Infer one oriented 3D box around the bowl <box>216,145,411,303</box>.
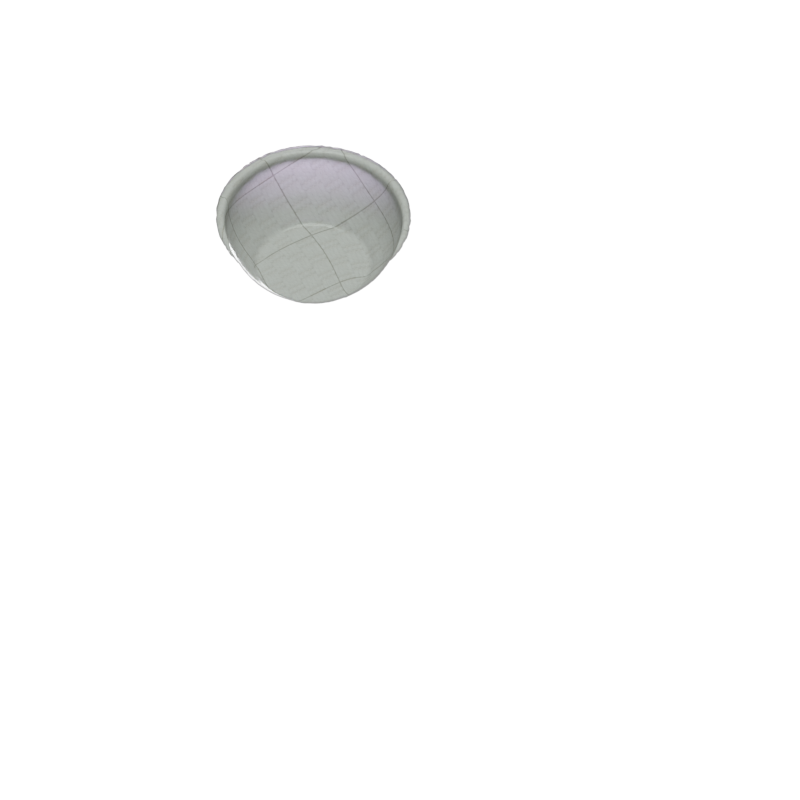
[{"bbox_3d":[-0.071,-0.129,0.902,0.162,0.059,0.151,1,-42,-1],"label":"bowl"}]
